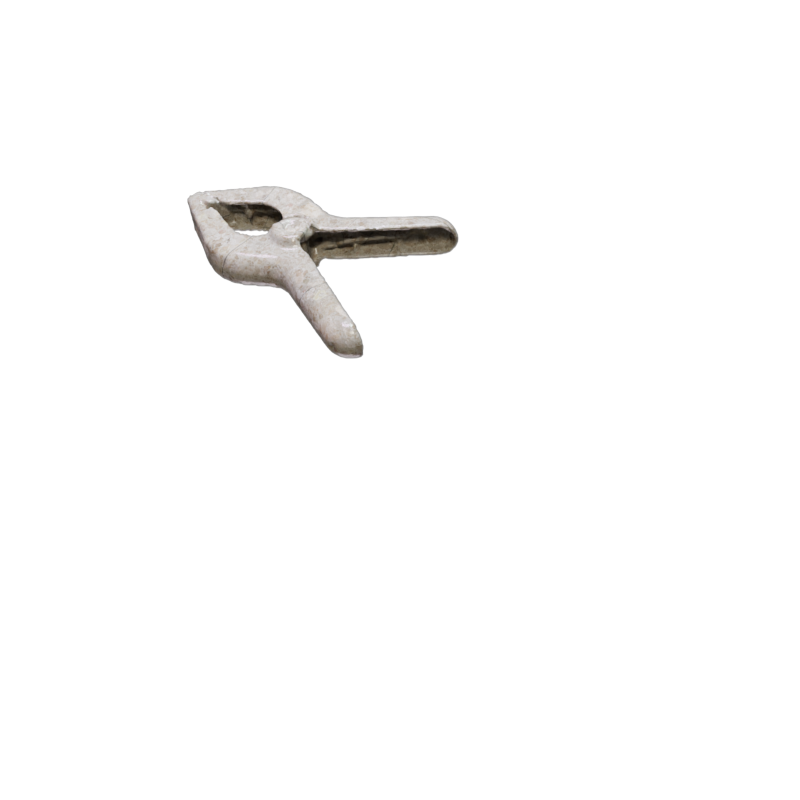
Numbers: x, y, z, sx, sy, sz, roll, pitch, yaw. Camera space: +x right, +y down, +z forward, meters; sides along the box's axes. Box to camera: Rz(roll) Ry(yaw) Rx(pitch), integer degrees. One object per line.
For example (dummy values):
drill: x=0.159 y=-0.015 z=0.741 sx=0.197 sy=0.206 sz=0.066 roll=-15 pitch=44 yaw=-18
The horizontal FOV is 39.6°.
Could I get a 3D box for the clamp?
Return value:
clamp: x=-0.054 y=-0.098 z=0.685 sx=0.182 sy=0.037 sz=0.121 roll=32 pitch=51 yaw=30
